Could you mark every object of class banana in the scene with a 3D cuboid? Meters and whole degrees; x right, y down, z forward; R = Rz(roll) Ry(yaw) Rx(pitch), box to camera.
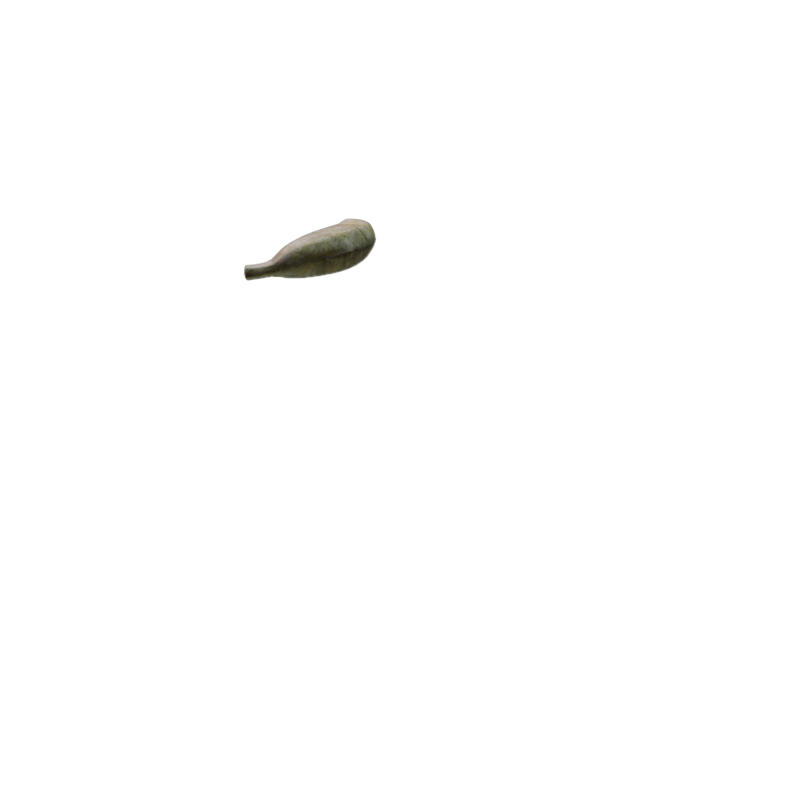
[{"bbox_3d":[-0.058,-0.131,0.931,0.072,0.036,0.197,6,17,20],"label":"banana"}]
